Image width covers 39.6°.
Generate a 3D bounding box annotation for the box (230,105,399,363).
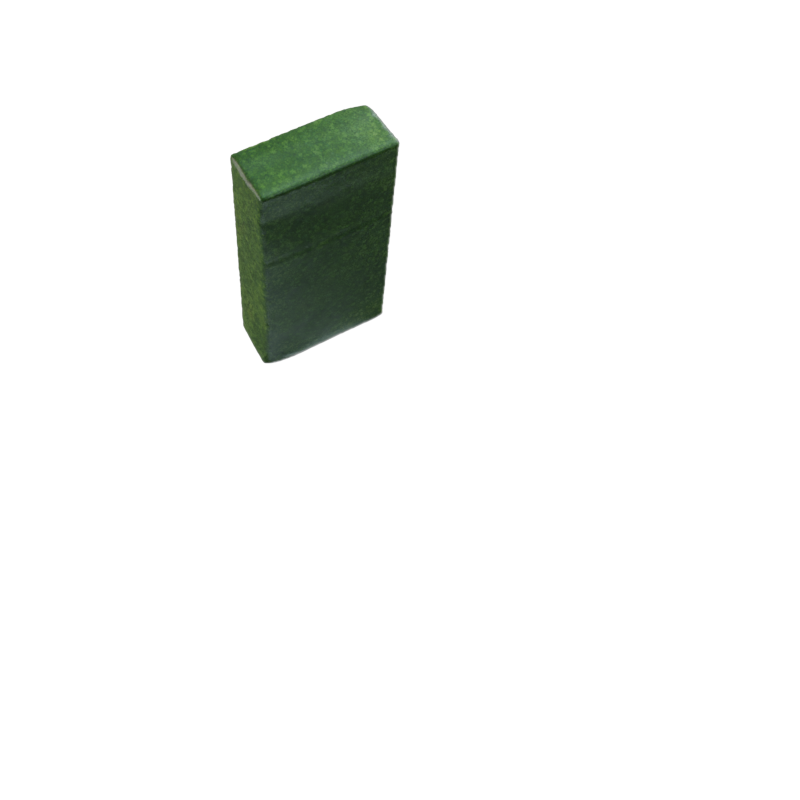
[{"bbox_3d":[-0.054,-0.100,0.695,0.093,0.052,0.165,-25,-30,-19],"label":"box"}]
